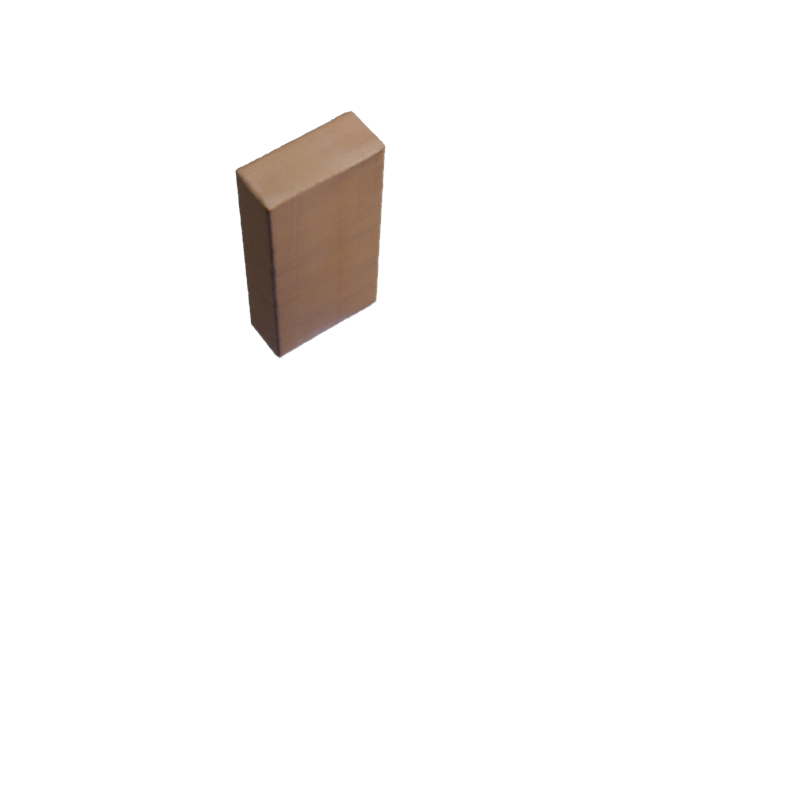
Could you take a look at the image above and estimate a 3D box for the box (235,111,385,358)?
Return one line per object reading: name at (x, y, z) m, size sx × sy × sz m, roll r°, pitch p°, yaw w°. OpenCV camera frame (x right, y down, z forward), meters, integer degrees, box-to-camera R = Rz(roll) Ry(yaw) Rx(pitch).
box at (-0.060, -0.109, 0.764) m, size 0.093 × 0.051 × 0.165 m, roll -32°, pitch -23°, yaw -20°
